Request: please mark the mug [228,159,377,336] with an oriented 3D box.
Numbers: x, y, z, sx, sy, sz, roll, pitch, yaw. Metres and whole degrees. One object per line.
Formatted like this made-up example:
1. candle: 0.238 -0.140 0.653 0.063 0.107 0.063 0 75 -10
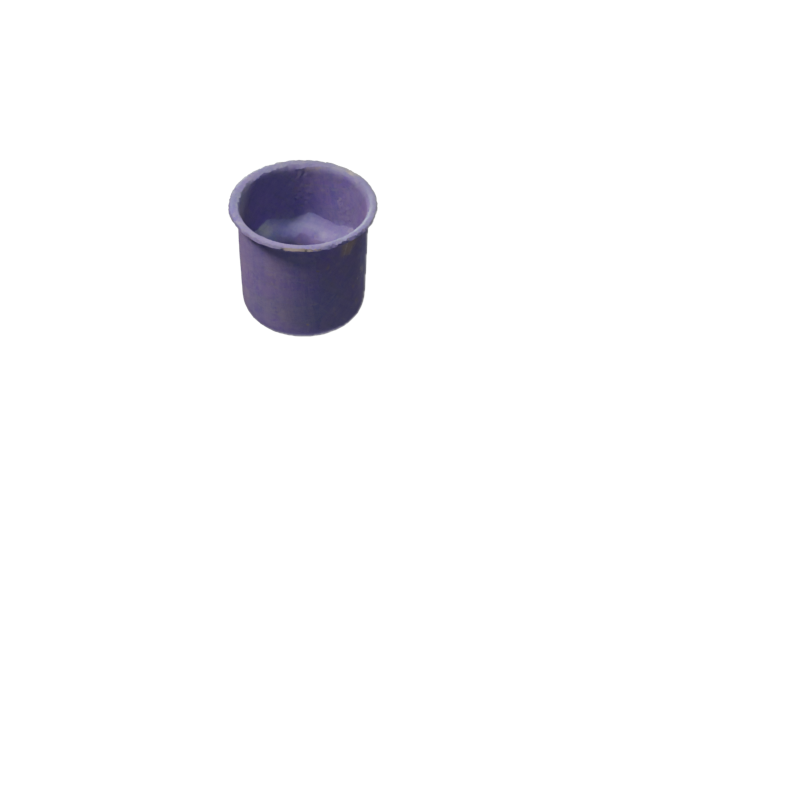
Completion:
1. mug: -0.057 -0.103 0.723 0.097 0.076 0.120 22 47 20
